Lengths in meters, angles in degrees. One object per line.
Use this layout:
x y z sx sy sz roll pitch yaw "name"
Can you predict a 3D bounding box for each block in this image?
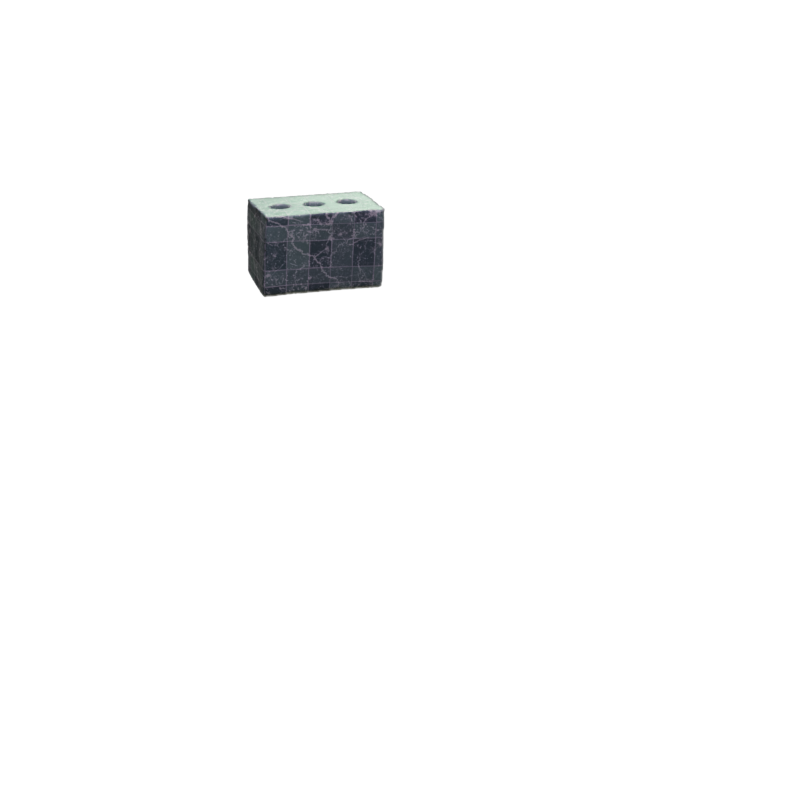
-0.055 -0.100 0.701 0.077 0.049 0.056 -6 22 -17 "block"
